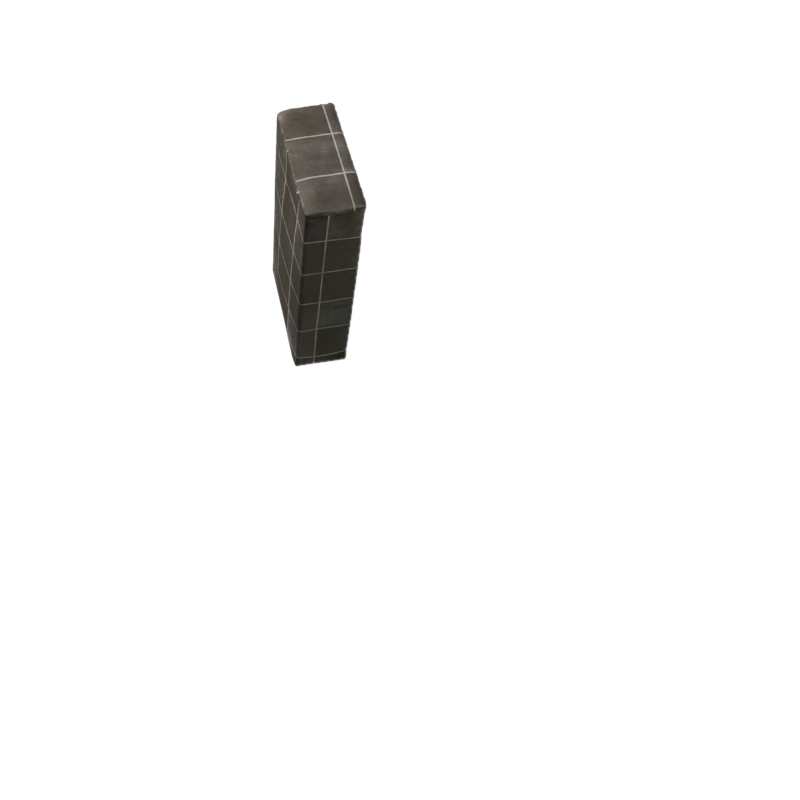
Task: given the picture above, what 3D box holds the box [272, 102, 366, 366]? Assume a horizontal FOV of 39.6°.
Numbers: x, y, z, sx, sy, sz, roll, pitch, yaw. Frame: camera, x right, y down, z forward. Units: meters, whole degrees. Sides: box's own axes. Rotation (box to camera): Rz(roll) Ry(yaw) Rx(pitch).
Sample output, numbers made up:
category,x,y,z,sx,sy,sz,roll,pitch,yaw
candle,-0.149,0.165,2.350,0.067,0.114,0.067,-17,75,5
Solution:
category,x,y,z,sx,sy,sz,roll,pitch,yaw
box,-0.060,-0.108,0.759,0.048,0.100,0.165,-10,-32,-10
